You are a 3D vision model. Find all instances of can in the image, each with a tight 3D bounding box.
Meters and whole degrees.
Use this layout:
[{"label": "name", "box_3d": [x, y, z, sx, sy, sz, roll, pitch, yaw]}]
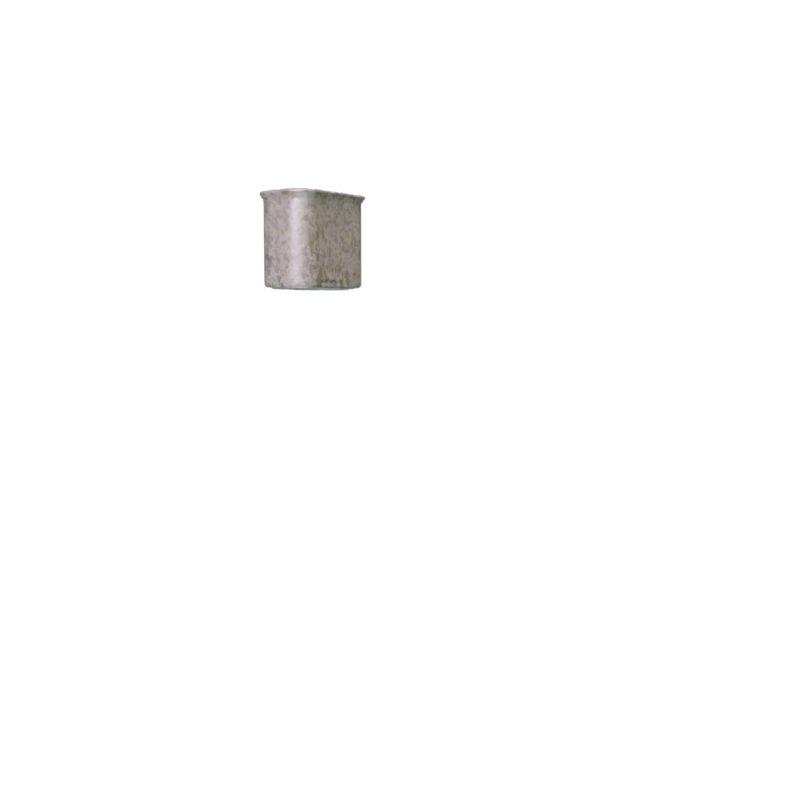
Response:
[{"label": "can", "box_3d": [-0.076, -0.138, 0.968, 0.059, 0.084, 0.098, -1, 0, 35]}]
